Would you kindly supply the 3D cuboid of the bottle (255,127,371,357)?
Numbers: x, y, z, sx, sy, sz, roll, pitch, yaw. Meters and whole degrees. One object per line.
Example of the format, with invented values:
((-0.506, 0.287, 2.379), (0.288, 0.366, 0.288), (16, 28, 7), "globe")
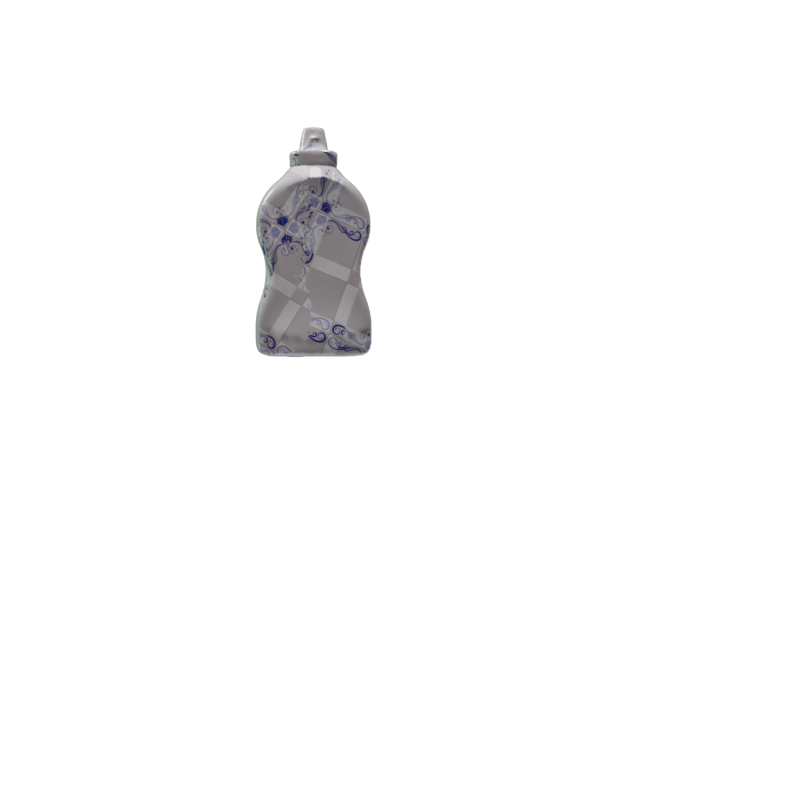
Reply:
((-0.073, -0.133, 0.933), (0.095, 0.193, 0.058), (0, -3, -8), "bottle")
